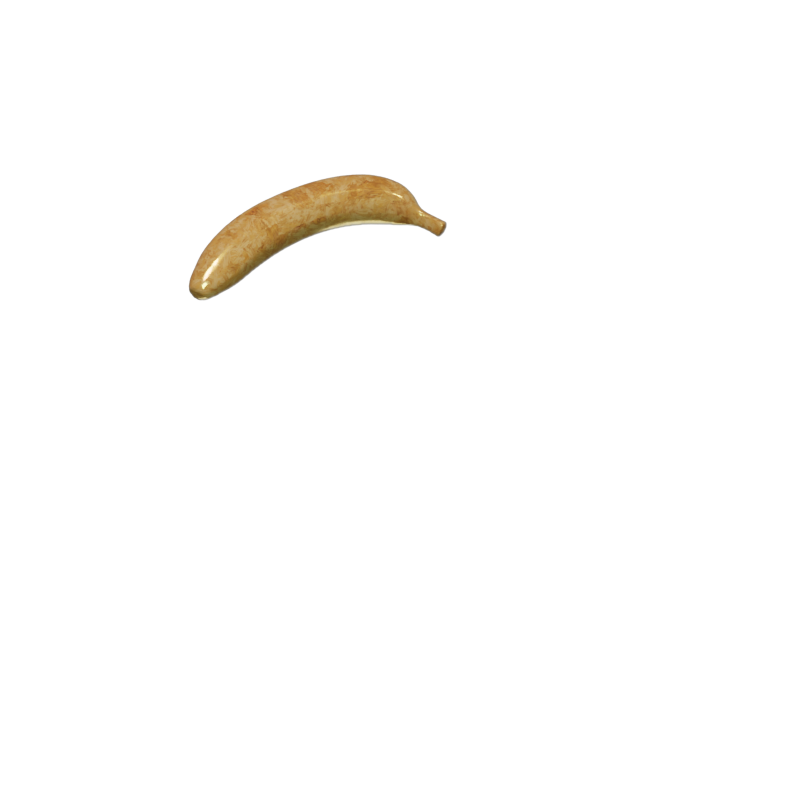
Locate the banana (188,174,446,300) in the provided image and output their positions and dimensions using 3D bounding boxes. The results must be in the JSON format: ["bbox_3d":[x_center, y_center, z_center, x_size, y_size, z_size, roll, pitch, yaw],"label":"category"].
[{"bbox_3d":[-0.066,-0.125,0.793,0.196,0.034,0.075,-19,47,-20],"label":"banana"}]
